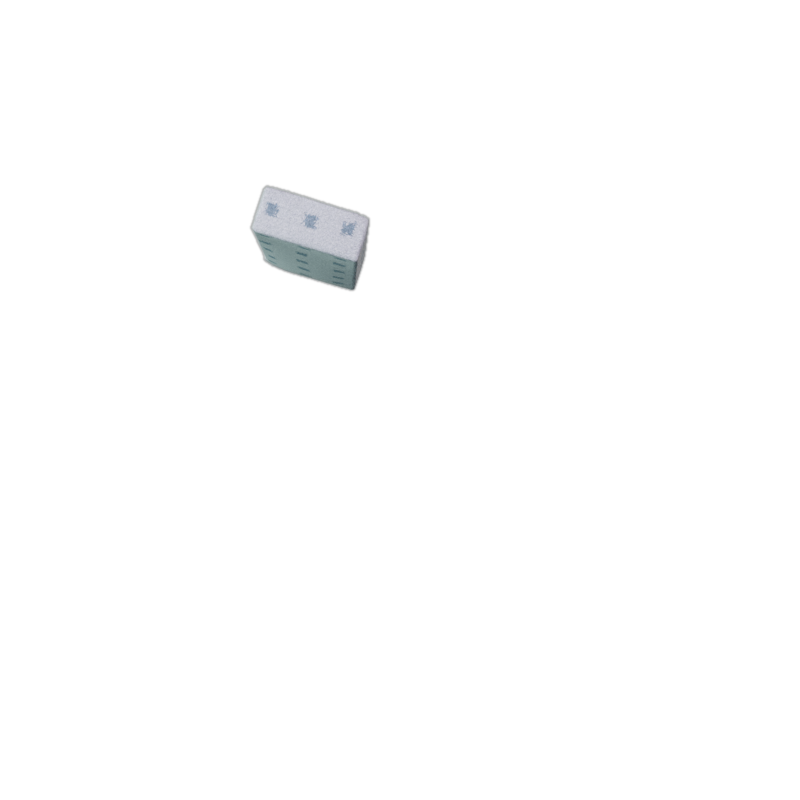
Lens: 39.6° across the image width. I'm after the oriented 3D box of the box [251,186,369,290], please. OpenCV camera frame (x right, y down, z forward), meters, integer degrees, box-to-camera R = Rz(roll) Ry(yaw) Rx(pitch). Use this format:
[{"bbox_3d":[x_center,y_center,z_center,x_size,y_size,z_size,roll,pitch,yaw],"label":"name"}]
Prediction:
[{"bbox_3d":[-0.077,-0.141,0.984,0.094,0.049,0.173,18,-6,-2],"label":"box"}]
